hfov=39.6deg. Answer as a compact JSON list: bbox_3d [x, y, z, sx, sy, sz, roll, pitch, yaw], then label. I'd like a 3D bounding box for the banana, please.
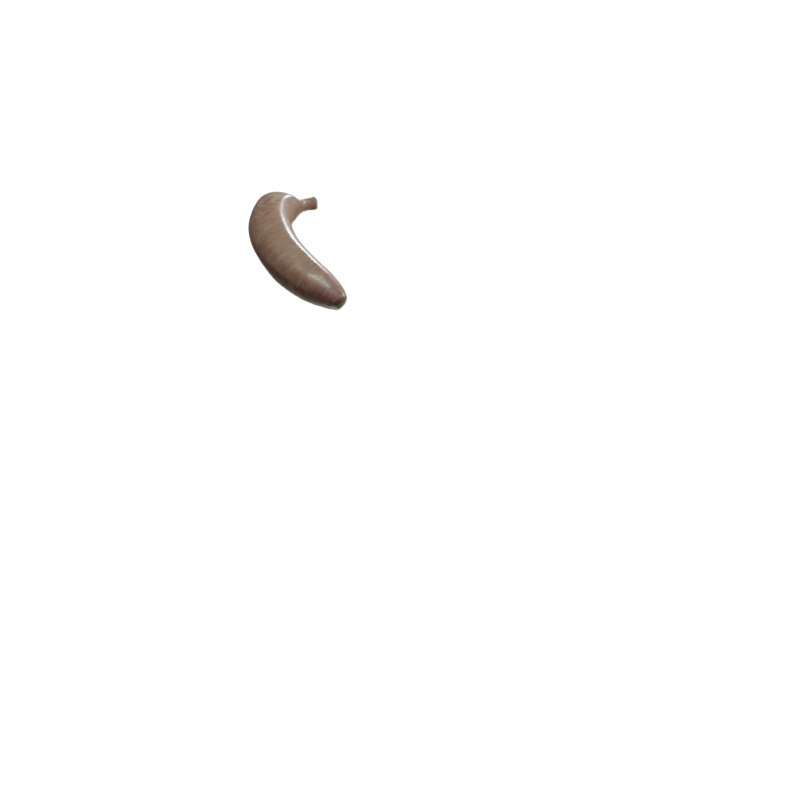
[{"bbox_3d":[-0.092,-0.135,0.939,0.069,0.034,0.212,-5,34,-8],"label":"banana"}]
